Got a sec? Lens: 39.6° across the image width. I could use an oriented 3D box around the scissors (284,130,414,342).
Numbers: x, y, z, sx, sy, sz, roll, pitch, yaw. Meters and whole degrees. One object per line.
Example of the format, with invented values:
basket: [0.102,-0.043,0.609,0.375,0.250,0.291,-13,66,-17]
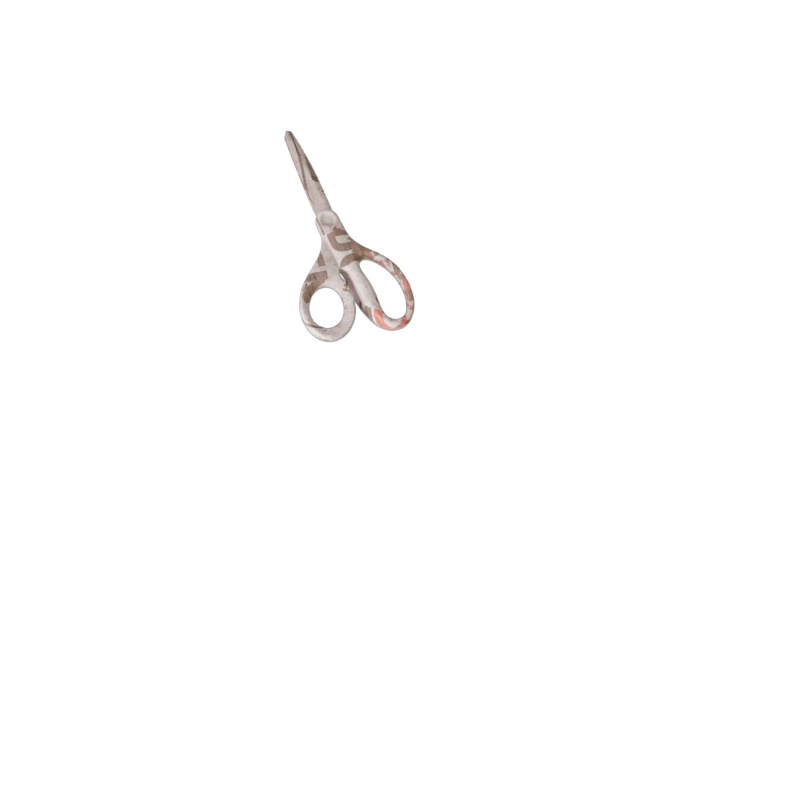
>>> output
scissors: [-0.069,-0.126,0.881,0.096,0.214,0.015,-33,-24,-16]
